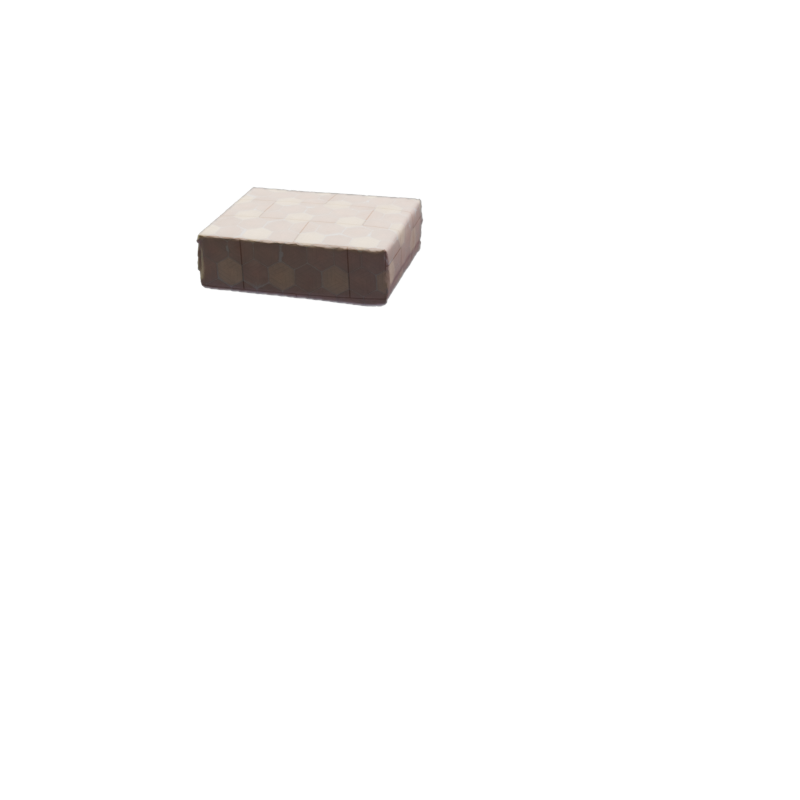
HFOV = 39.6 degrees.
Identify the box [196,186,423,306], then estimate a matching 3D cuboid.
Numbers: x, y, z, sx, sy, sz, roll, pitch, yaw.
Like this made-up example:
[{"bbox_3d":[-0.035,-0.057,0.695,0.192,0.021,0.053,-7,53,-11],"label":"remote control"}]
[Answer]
[{"bbox_3d":[-0.051,-0.093,0.652,0.116,0.037,0.093,8,29,14],"label":"box"}]
